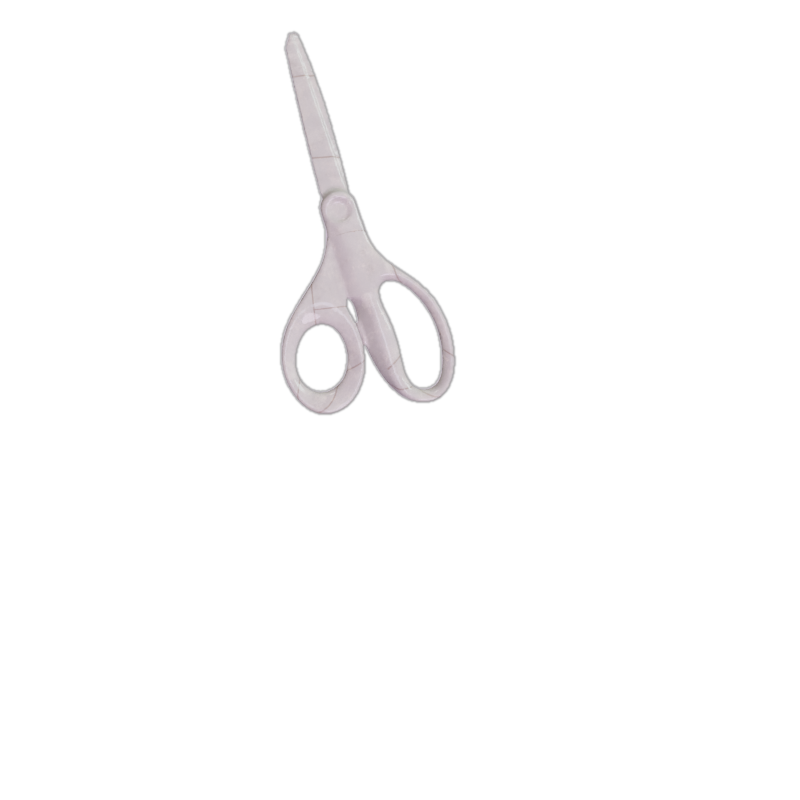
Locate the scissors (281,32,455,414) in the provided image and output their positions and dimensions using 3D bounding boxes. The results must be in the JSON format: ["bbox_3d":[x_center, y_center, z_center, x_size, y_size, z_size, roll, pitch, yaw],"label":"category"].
[{"bbox_3d":[-0.045,-0.082,0.571,0.096,0.204,0.015,-30,-5,-3],"label":"scissors"}]
